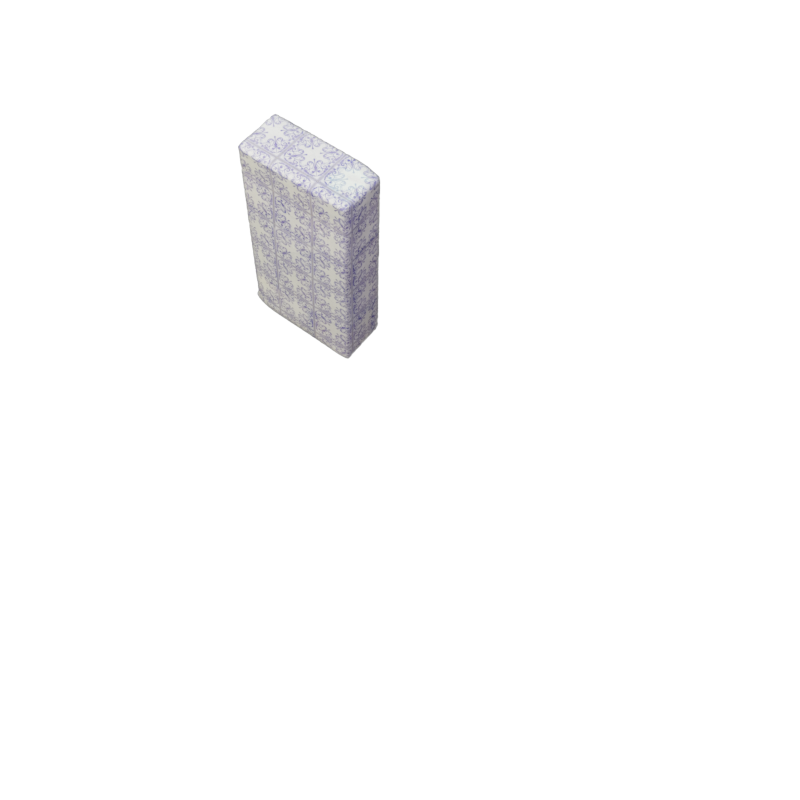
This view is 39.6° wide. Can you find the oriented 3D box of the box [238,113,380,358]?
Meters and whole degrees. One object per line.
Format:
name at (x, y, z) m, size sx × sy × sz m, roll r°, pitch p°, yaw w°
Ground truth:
box at (-0.061, -0.112, 0.783) m, size 0.098 × 0.049 × 0.165 m, roll 35°, pitch -30°, yaw 19°
